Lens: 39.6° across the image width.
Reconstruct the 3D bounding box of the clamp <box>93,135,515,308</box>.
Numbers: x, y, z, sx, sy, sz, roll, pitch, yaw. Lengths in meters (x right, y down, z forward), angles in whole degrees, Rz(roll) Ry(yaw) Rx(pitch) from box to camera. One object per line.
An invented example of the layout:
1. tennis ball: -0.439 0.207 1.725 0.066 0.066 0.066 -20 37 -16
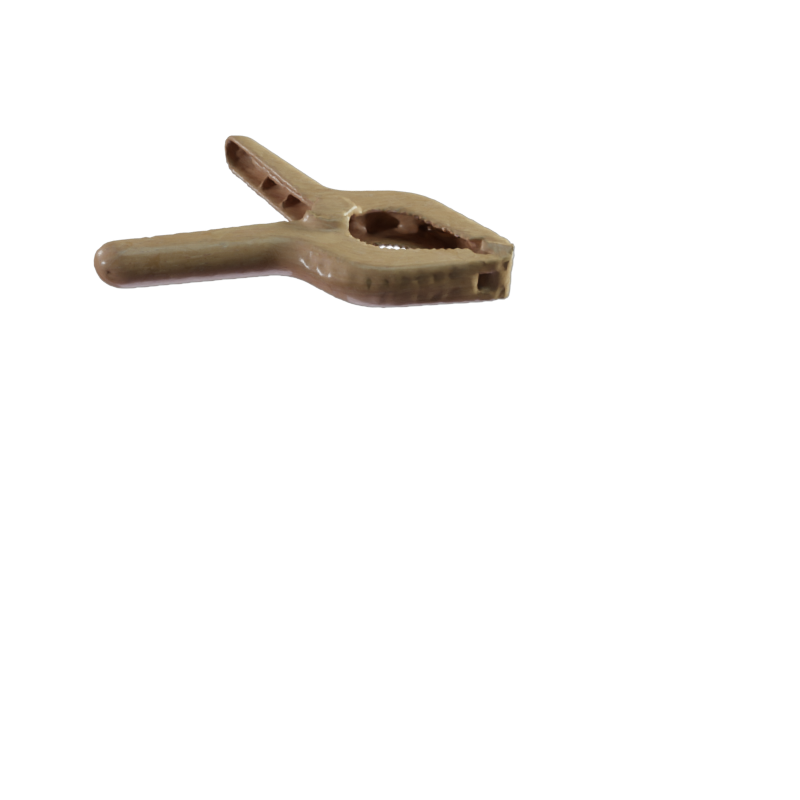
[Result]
1. clamp: -0.047 -0.085 0.596 0.219 0.034 0.168 18 40 22
